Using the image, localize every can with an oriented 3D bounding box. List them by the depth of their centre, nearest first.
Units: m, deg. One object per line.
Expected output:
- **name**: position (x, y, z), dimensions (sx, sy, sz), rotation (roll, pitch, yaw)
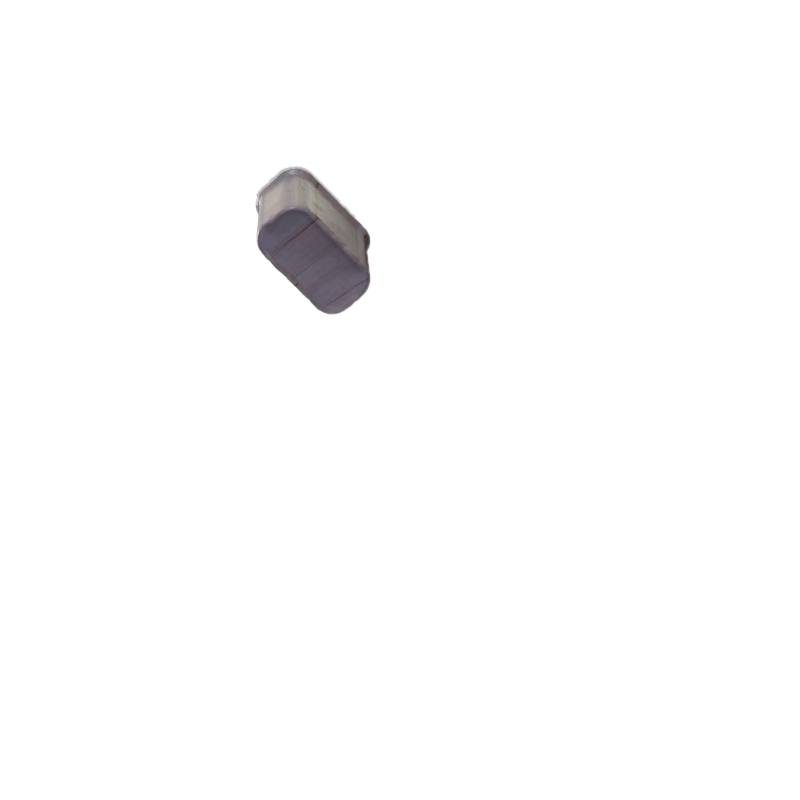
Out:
- **can**: position (-0.070, -0.127, 0.889), dimensions (0.057, 0.097, 0.088), rotation (-40, 21, 16)
